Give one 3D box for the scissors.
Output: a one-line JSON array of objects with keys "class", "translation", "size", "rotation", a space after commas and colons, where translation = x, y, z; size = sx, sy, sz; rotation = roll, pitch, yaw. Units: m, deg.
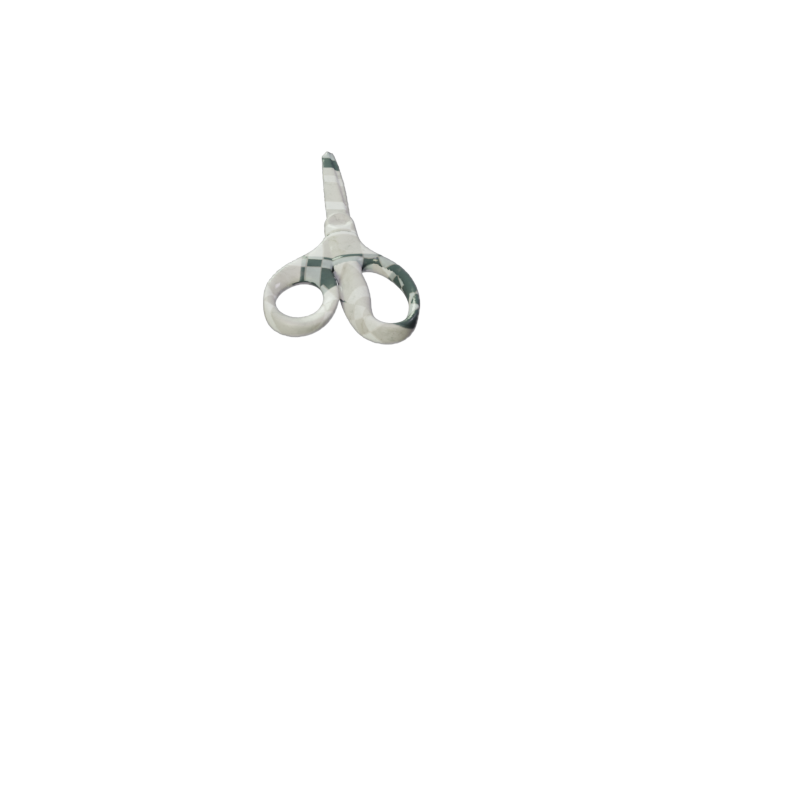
[{"class": "scissors", "translation": [-0.053, -0.096, 0.673], "size": [0.095, 0.015, 0.218], "rotation": [-13, 41, -16]}]
